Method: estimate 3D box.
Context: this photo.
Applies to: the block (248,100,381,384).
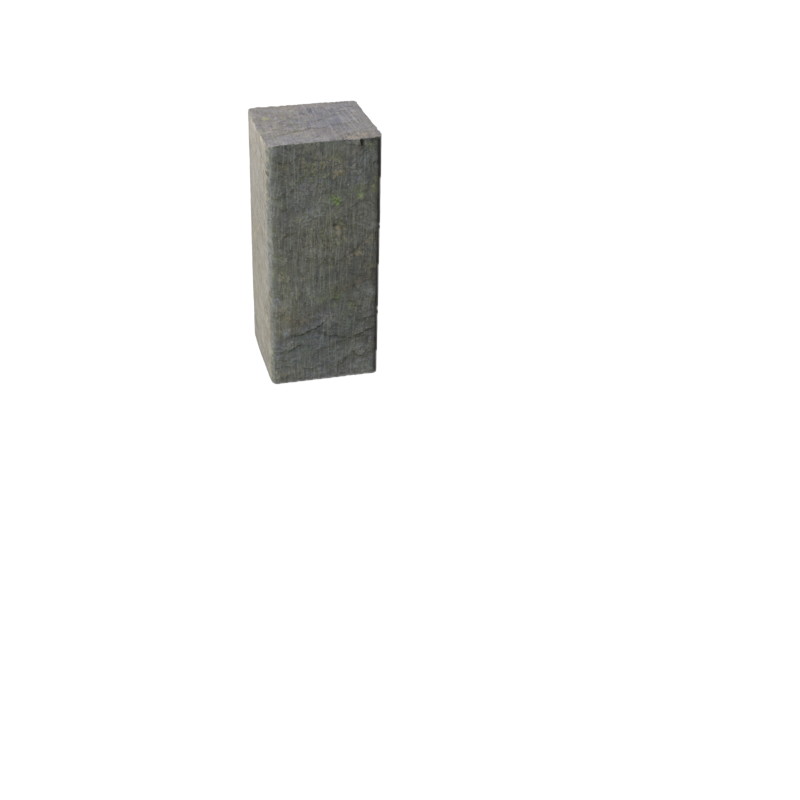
[{"bbox_3d":[-0.070,-0.127,0.894,0.089,0.195,0.097,-5,29,-13],"label":"block"}]
